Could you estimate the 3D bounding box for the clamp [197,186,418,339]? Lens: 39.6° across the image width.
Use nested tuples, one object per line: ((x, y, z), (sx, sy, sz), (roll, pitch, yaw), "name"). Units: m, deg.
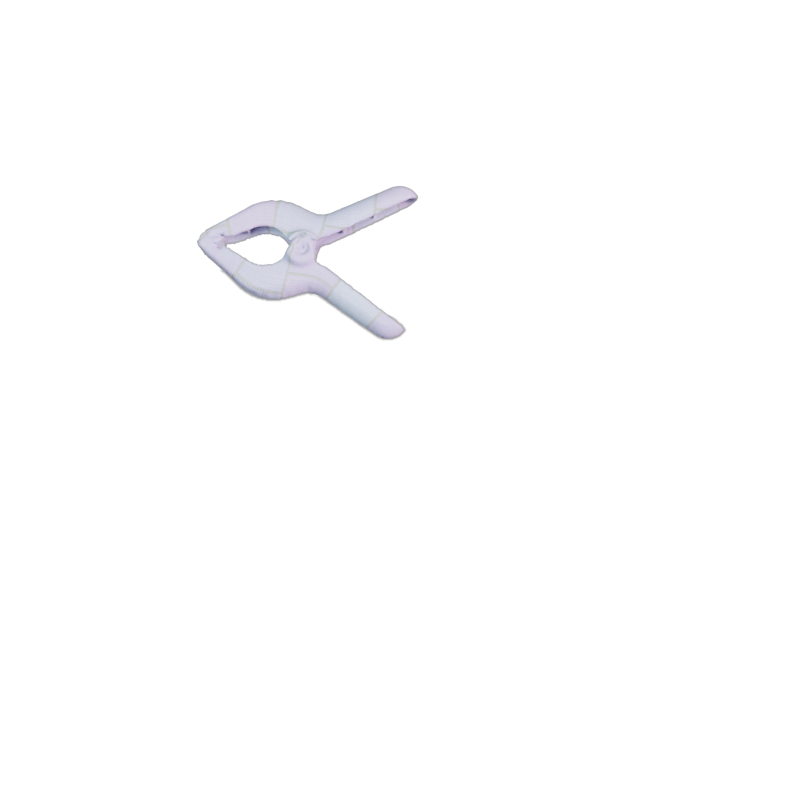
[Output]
((-0.067, -0.123, 0.860), (0.173, 0.125, 0.037), (14, -20, 5), "clamp")
